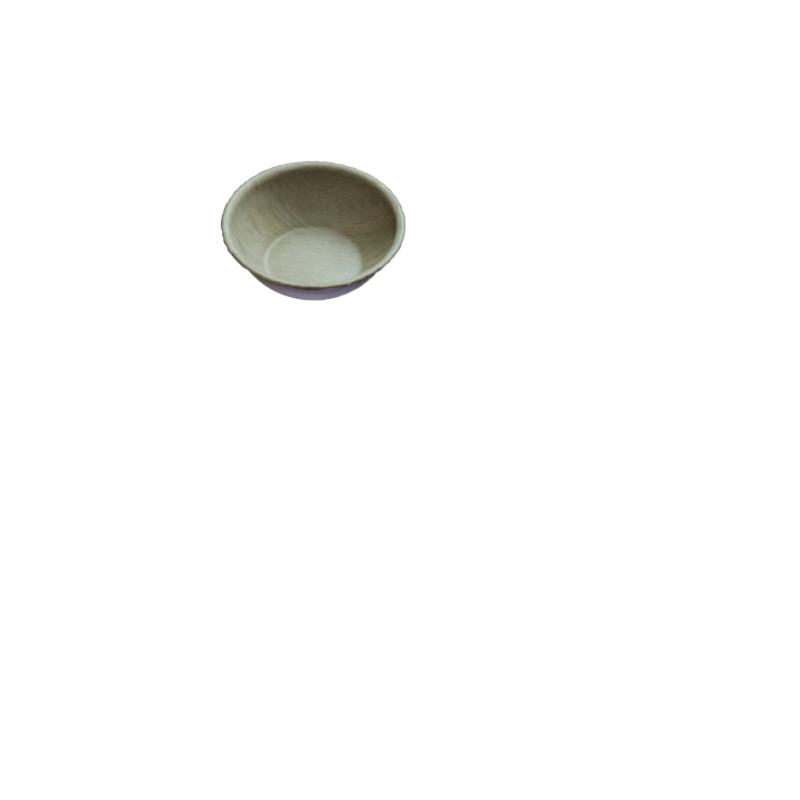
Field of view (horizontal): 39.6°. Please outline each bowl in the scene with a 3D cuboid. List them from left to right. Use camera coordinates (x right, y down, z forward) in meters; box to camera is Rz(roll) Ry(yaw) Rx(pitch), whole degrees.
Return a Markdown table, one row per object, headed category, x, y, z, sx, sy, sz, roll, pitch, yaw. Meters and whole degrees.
| category | x | y | z | sx | sy | sz | roll | pitch | yaw |
| --- | --- | --- | --- | --- | --- | --- | --- | --- | --- |
| bowl | -0.077 | -0.141 | 0.986 | 0.162 | 0.174 | 0.051 | -1 | -41 | -1 |
